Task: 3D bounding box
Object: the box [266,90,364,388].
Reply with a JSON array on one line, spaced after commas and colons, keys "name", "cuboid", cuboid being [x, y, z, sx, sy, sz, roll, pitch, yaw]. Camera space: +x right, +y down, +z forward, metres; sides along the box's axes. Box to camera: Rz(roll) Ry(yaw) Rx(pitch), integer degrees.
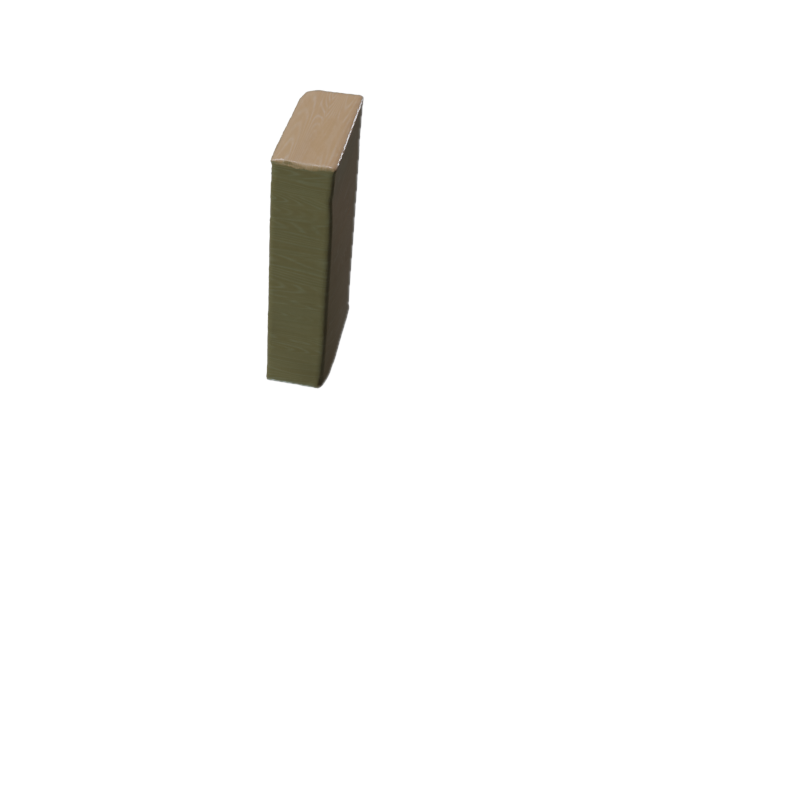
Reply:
[{"name": "box", "cuboid": [-0.057, -0.103, 0.720, 0.049, 0.165, 0.099, 8, 39, 6]}]
